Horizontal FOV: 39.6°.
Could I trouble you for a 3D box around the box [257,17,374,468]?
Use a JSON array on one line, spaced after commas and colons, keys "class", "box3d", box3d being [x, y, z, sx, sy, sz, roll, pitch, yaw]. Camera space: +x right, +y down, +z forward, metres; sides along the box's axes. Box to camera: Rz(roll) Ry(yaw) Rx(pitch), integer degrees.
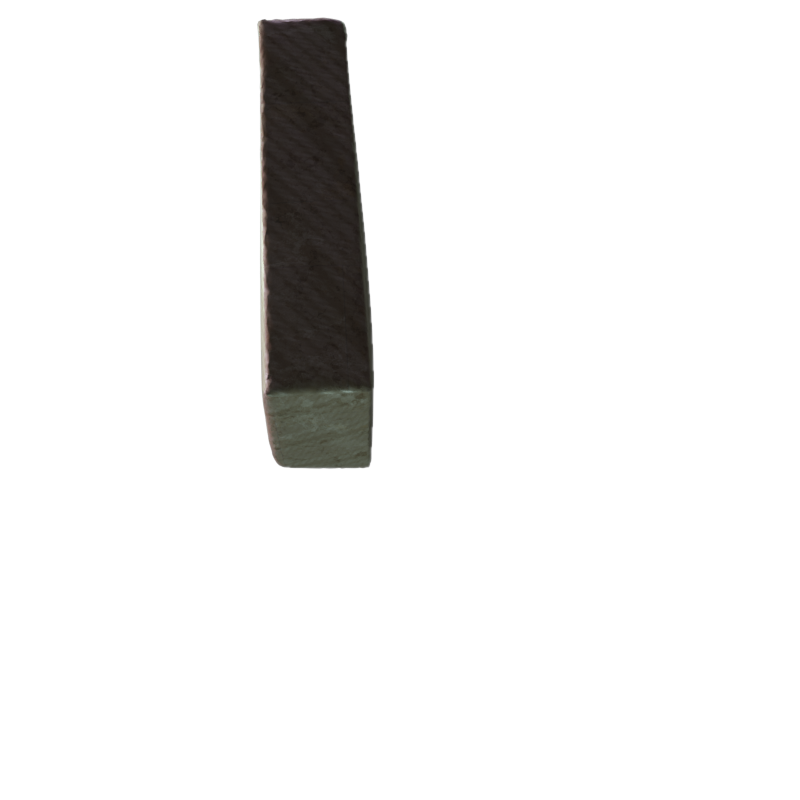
[{"class": "box", "box3d": [-0.037, -0.068, 0.478, 0.048, 0.187, 0.088, -1, -26, -2]}]
